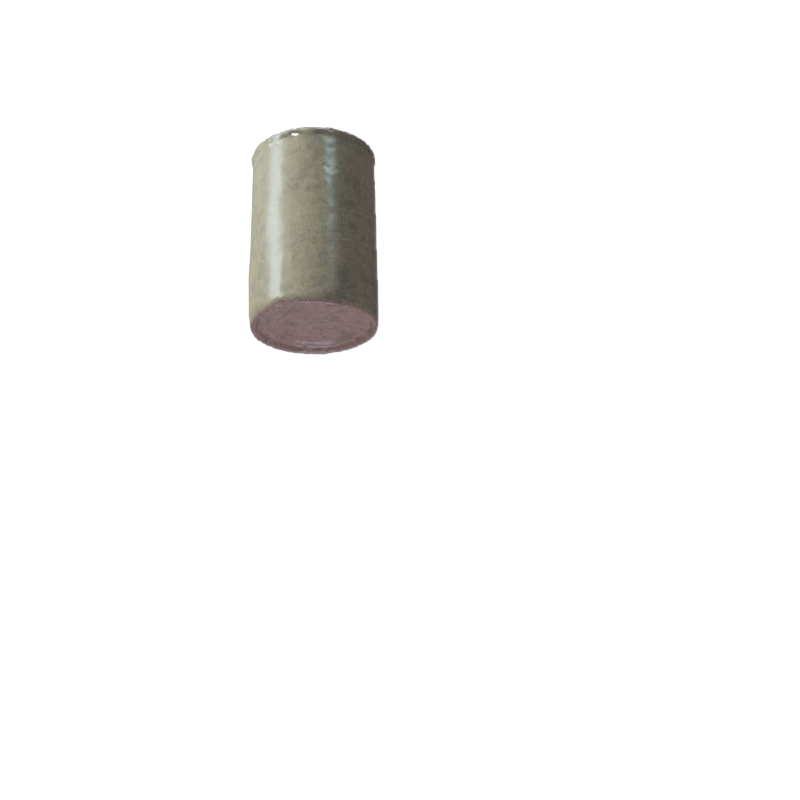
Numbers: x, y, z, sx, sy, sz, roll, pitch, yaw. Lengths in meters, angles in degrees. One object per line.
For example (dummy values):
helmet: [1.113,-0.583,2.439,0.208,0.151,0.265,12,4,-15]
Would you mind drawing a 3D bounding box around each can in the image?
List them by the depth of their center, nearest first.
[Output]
can: [-0.046,-0.084,0.586,0.068,0.108,0.065,0,-26,-2]
